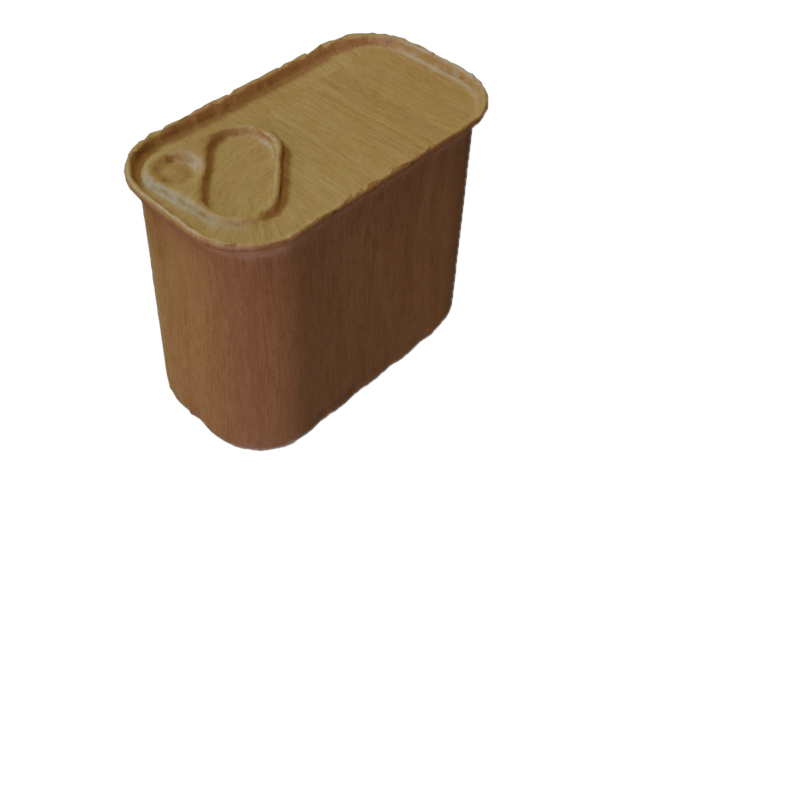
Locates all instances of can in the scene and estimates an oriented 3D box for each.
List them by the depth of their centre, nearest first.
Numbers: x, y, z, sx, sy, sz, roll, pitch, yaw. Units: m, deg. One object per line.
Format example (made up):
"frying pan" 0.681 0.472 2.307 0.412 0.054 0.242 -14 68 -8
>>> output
"can" -0.025 -0.046 0.324 0.061 0.078 0.103 35 54 27
